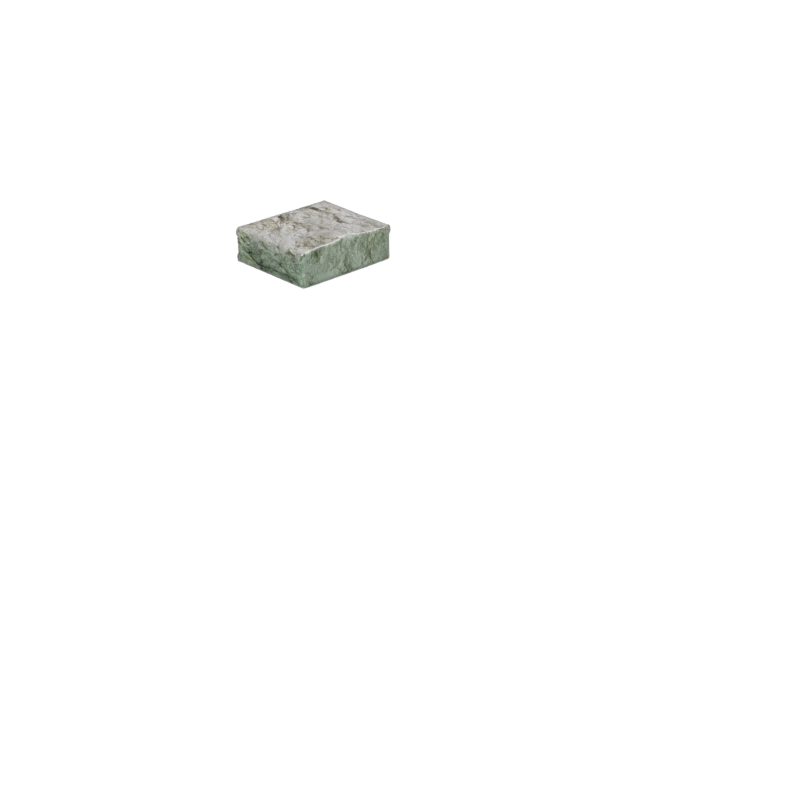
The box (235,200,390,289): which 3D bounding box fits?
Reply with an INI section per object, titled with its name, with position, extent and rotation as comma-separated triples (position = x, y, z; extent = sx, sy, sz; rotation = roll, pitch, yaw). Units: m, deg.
[box]
position = -0.063, -0.115, 0.807
extent = 0.088, 0.029, 0.078
rotation = -24, 36, -38
